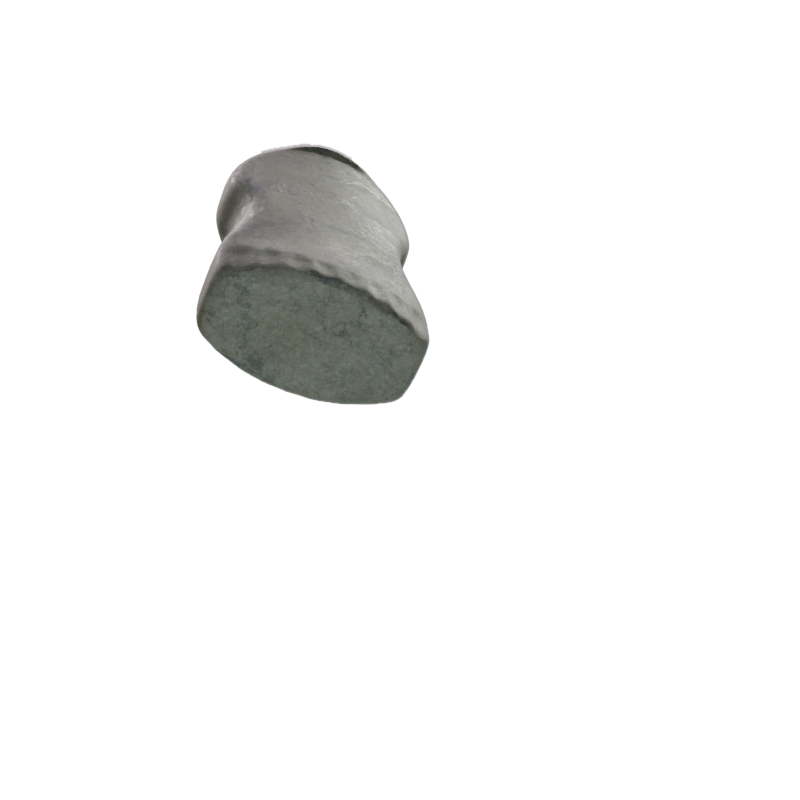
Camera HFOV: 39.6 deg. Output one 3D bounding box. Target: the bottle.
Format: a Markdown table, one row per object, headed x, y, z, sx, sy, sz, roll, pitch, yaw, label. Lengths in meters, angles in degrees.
| x | y | z | sx | sy | sz | roll | pitch | yaw | label |
| --- | --- | --- | --- | --- | --- | --- | --- | --- | --- |
| -0.042 | -0.077 | 0.534 | 0.094 | 0.056 | 0.204 | 17 | 29 | -13 | bottle |
